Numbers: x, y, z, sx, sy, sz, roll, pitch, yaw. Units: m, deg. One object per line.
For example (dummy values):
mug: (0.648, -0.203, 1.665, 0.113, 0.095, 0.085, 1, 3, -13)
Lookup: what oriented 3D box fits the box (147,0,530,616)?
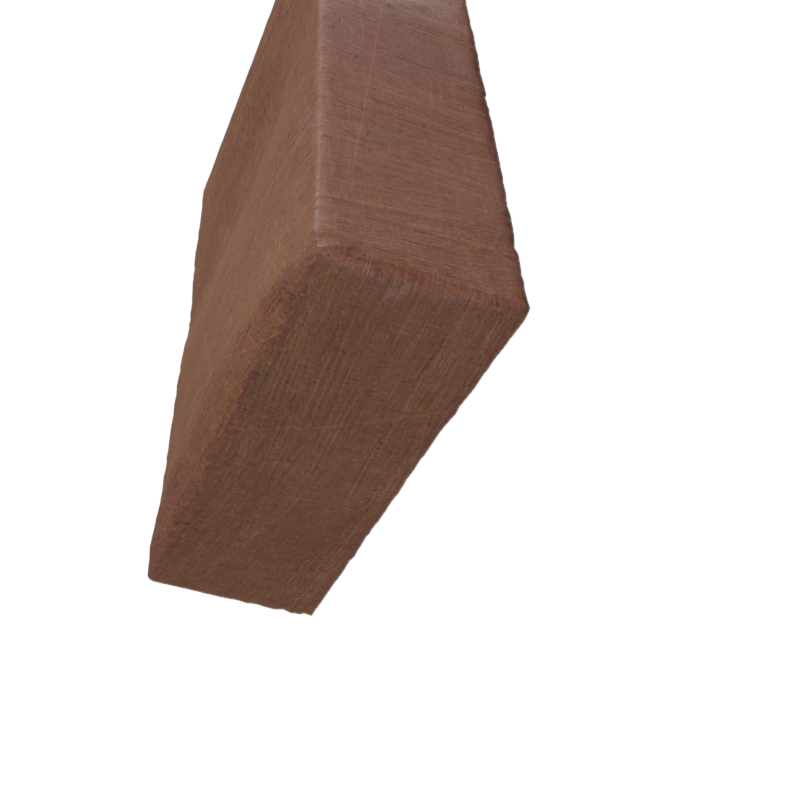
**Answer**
box: (-0.033, -0.060, 0.418, 0.070, 0.230, 0.157, 16, -49, -19)
